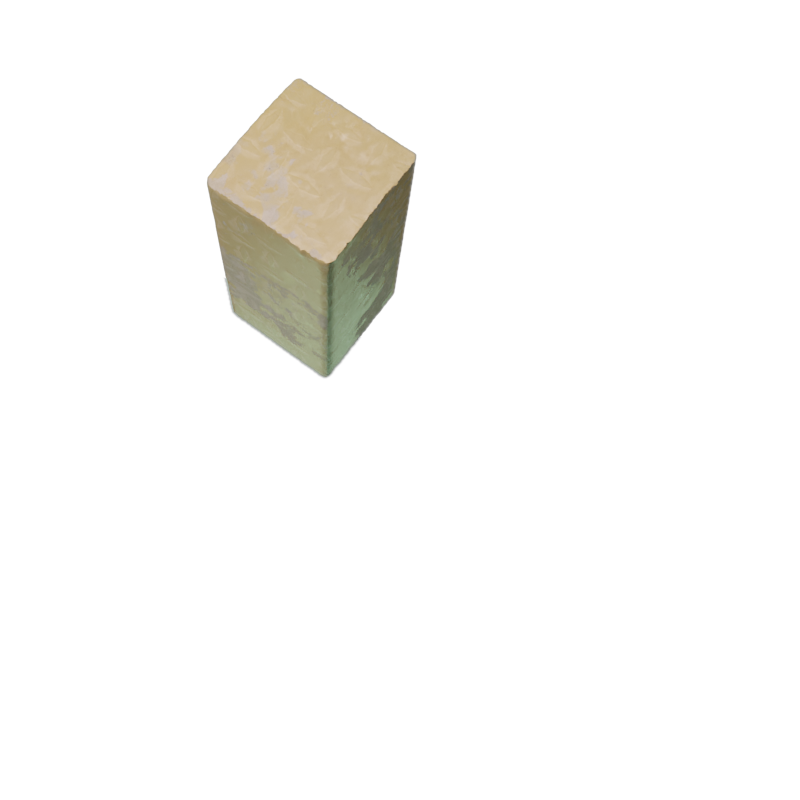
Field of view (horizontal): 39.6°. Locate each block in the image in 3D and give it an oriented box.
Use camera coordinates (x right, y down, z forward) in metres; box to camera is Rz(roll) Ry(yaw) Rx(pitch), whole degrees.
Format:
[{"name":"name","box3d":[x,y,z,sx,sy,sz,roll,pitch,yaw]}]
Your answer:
[{"name":"block","box3d":[-0.057,-0.103,0.722,0.093,0.092,0.197,36,-17,8]}]
